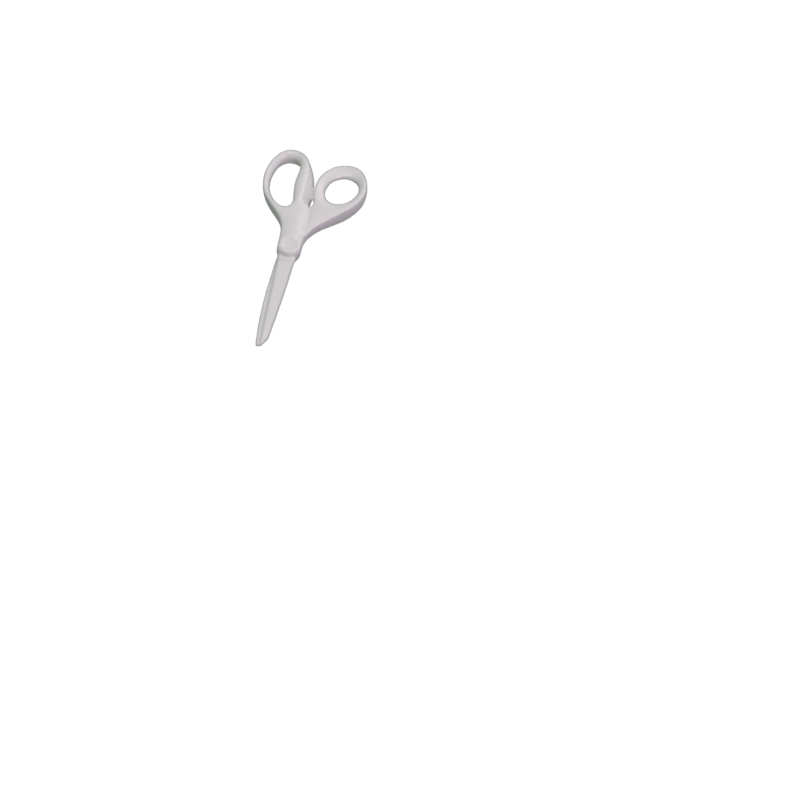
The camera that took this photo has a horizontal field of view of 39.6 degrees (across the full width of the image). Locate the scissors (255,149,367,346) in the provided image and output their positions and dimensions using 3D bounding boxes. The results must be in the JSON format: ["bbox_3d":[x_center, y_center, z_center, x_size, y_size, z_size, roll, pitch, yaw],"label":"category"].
[{"bbox_3d":[-0.069,-0.126,0.883,0.096,0.217,0.015,-4,-38,-3],"label":"scissors"}]
